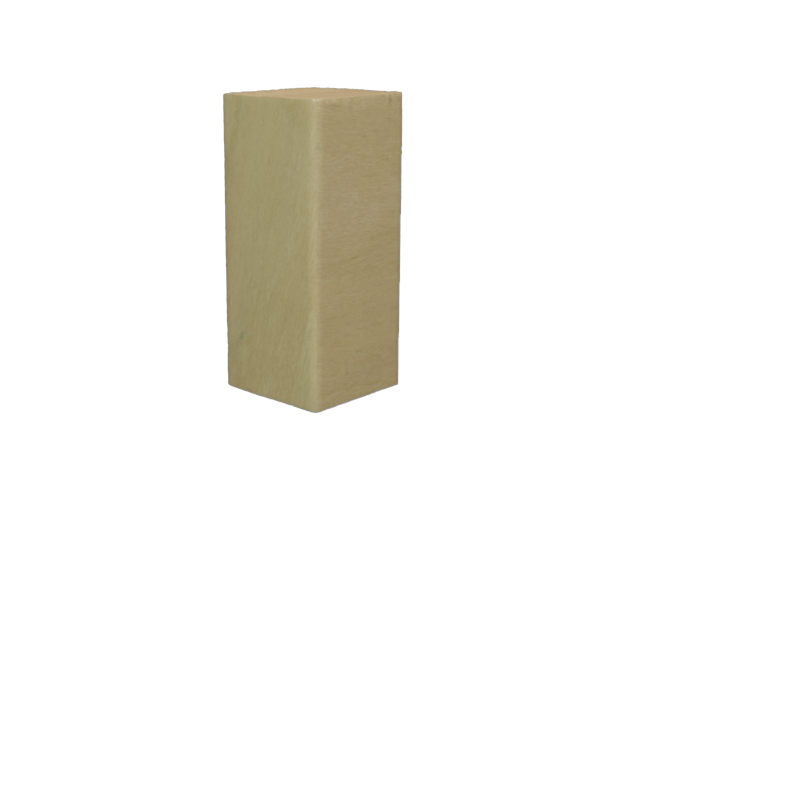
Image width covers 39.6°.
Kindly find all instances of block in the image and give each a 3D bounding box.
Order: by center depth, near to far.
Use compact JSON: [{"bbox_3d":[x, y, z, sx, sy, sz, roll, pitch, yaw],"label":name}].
[{"bbox_3d":[-0.060,-0.109,0.766,0.095,0.200,0.089,12,17,41],"label":"block"}]
